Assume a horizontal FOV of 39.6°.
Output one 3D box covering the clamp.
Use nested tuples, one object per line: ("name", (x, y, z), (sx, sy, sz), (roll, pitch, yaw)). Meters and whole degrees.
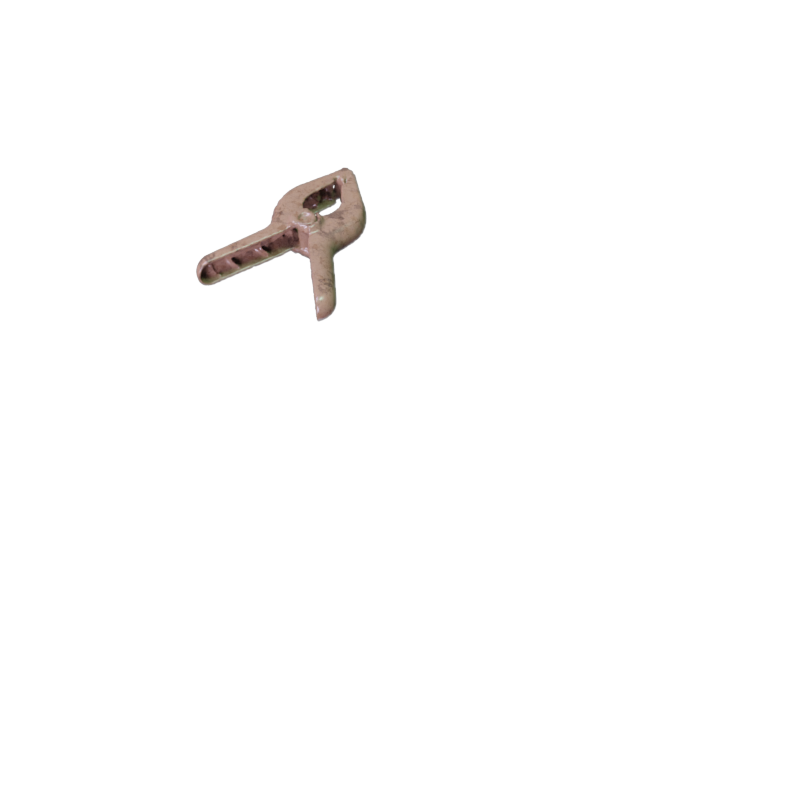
("clamp", (-0.071, -0.130, 0.909), (0.126, 0.036, 0.175), (27, 54, 21))
